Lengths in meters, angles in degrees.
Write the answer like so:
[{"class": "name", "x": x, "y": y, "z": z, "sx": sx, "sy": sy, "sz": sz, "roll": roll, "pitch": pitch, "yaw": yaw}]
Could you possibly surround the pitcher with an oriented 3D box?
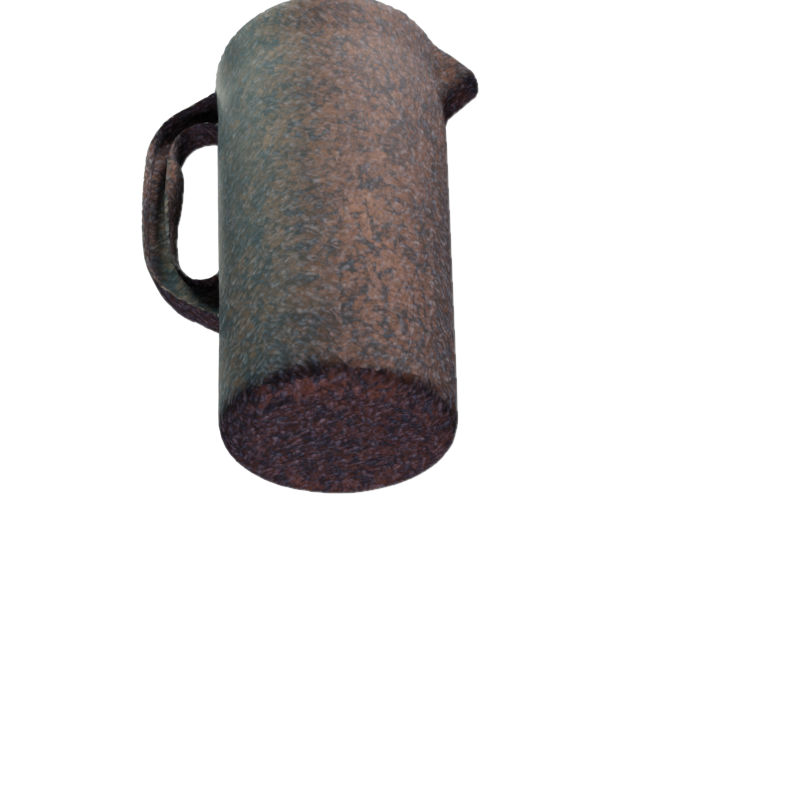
[{"class": "pitcher", "x": -0.045, "y": -0.081, "z": 0.570, "sx": 0.138, "sy": 0.260, "sz": 0.146, "roll": 22, "pitch": -43, "yaw": -29}]
